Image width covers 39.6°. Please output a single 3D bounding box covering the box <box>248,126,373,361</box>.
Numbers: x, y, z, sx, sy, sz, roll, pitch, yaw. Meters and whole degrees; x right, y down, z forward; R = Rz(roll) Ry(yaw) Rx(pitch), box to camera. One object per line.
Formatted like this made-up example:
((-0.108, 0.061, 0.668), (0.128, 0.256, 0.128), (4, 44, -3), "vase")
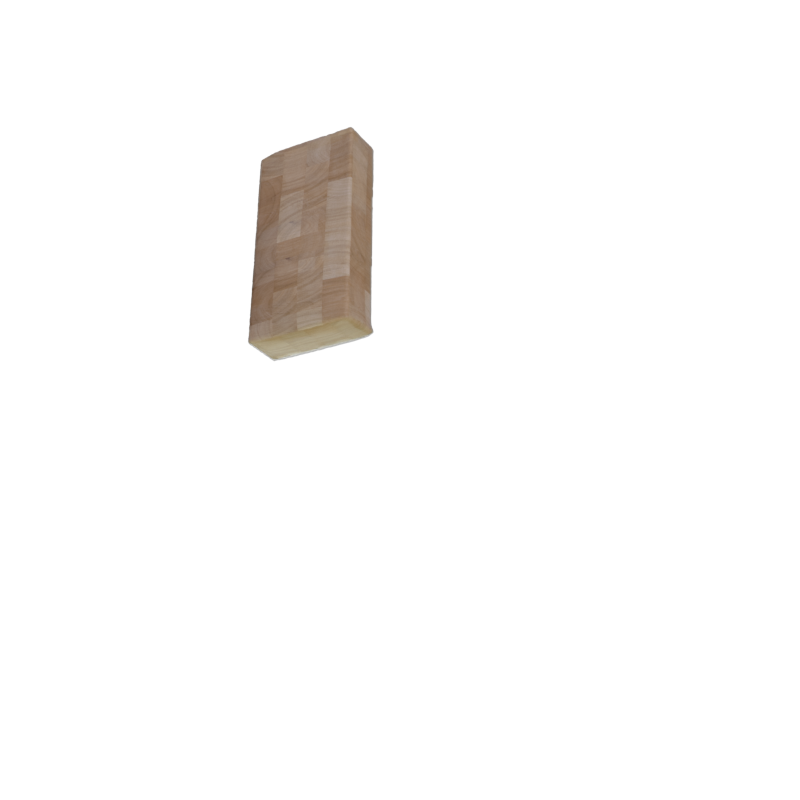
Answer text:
((-0.070, -0.127, 0.887), (0.095, 0.187, 0.045), (-16, -30, 25), "box")
